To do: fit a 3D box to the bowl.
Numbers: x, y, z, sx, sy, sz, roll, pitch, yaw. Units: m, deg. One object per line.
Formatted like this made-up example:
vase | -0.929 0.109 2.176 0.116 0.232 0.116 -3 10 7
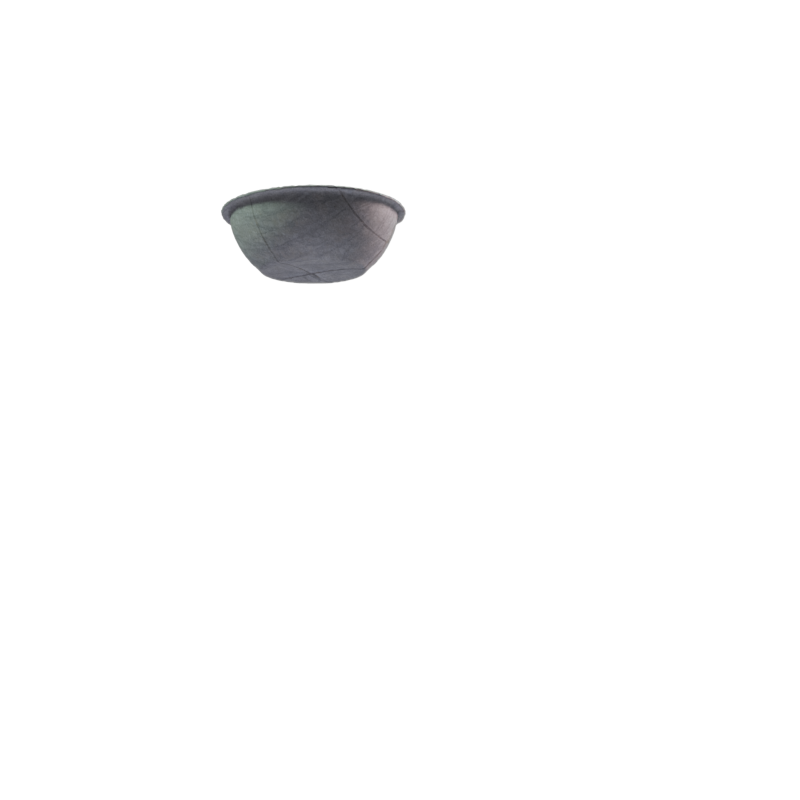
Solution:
bowl | -0.076 -0.138 0.966 0.162 0.057 0.158 0 -9 -2
